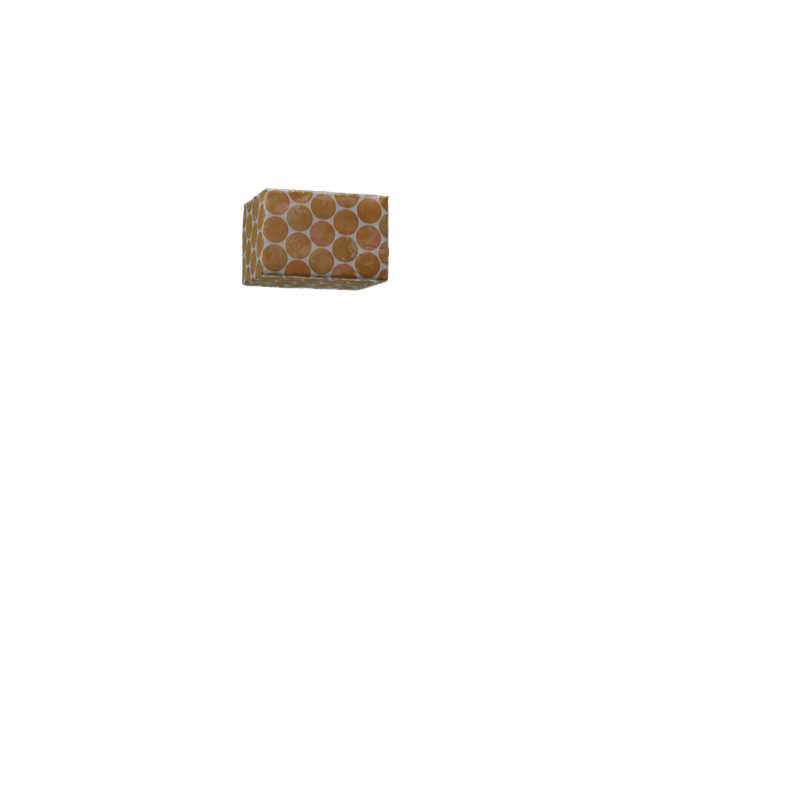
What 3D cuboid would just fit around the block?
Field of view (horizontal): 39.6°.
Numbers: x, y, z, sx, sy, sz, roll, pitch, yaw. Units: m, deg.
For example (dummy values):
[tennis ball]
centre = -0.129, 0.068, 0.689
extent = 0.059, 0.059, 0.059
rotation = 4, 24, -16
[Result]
[block]
centre = -0.052, -0.094, 0.658
extent = 0.076, 0.052, 0.053
rotation = 1, -5, -20
